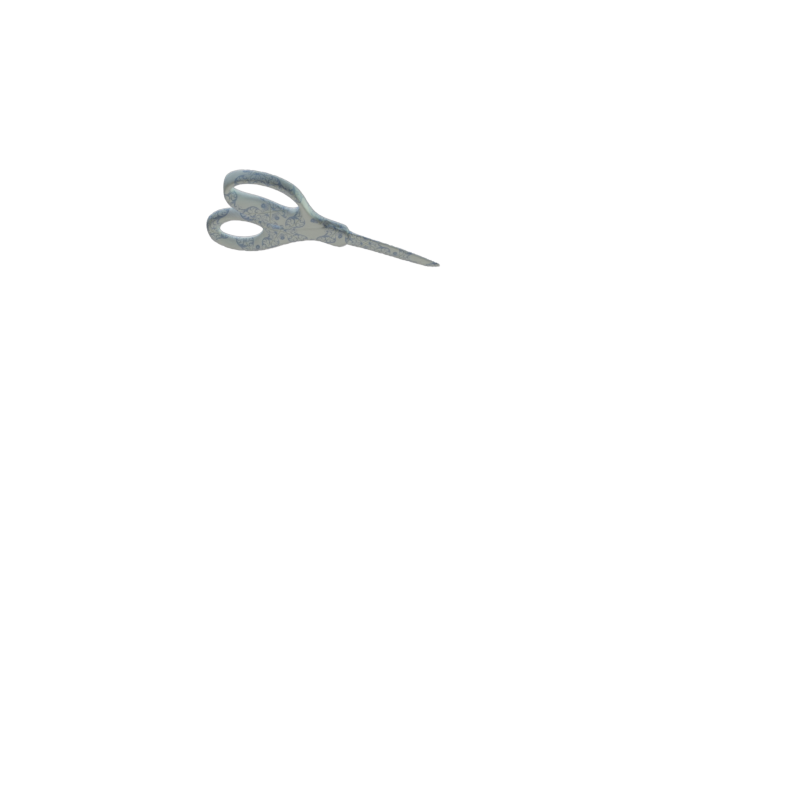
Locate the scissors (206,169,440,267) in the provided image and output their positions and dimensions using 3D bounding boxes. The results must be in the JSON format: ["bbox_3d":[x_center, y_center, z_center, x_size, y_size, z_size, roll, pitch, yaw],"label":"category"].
[{"bbox_3d":[-0.070,-0.128,0.898,0.189,0.017,0.096,26,-40,-36],"label":"scissors"}]
